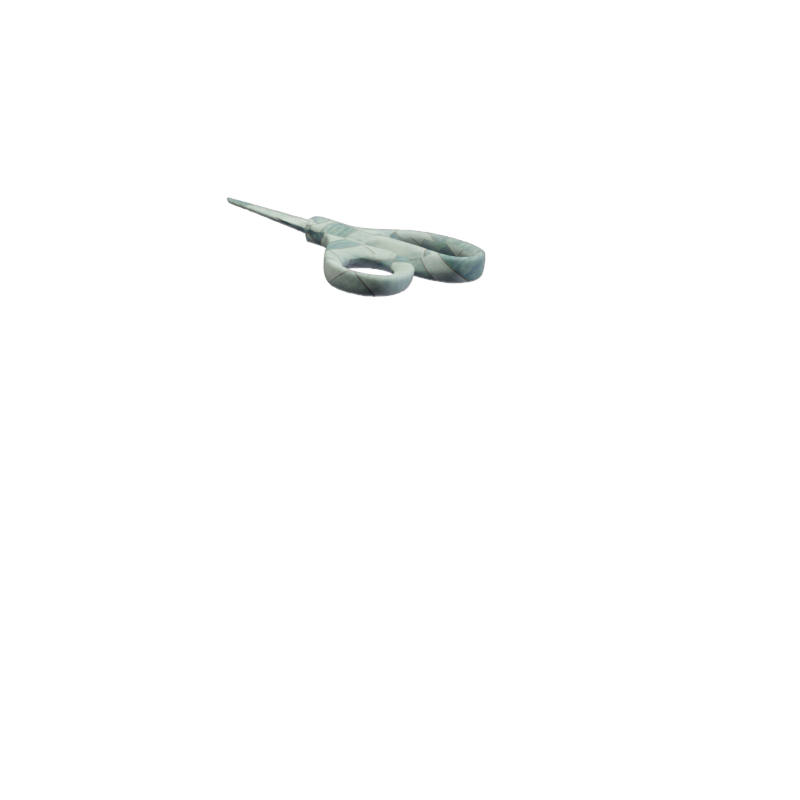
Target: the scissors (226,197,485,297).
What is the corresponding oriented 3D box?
[{"bbox_3d":[-0.050,-0.091,0.640,0.212,0.015,0.096,15,28,31],"label":"scissors"}]
